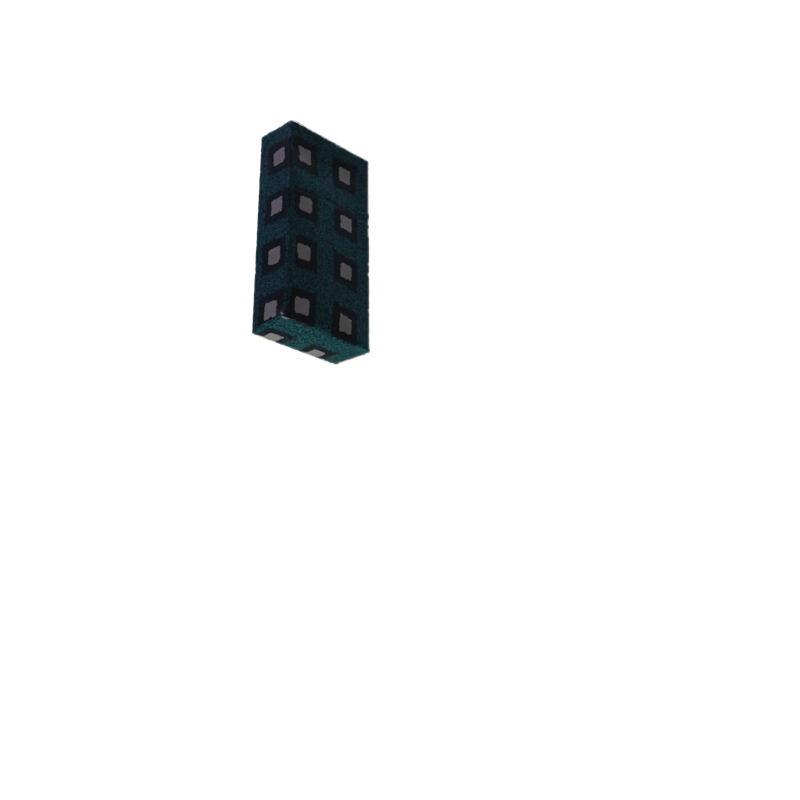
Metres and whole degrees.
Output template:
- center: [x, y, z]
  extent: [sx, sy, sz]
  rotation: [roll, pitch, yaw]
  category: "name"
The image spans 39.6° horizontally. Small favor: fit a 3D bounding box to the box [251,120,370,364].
- center: [-0.070, -0.126, 0.887]
  extent: [0.048, 0.187, 0.088]
  rotation: [-26, -36, 38]
  category: "box"
